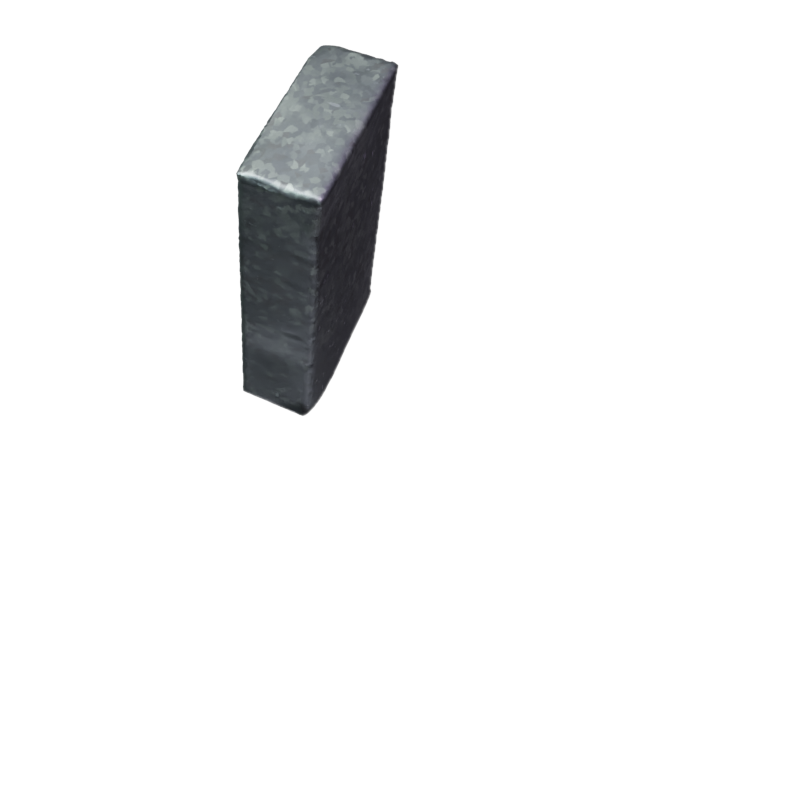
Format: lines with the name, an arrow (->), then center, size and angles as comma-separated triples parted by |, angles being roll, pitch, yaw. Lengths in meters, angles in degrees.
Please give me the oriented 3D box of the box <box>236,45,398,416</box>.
box -> -0.043, -0.077, 0.540 | 0.049, 0.097, 0.165 | 19, -34, 9
